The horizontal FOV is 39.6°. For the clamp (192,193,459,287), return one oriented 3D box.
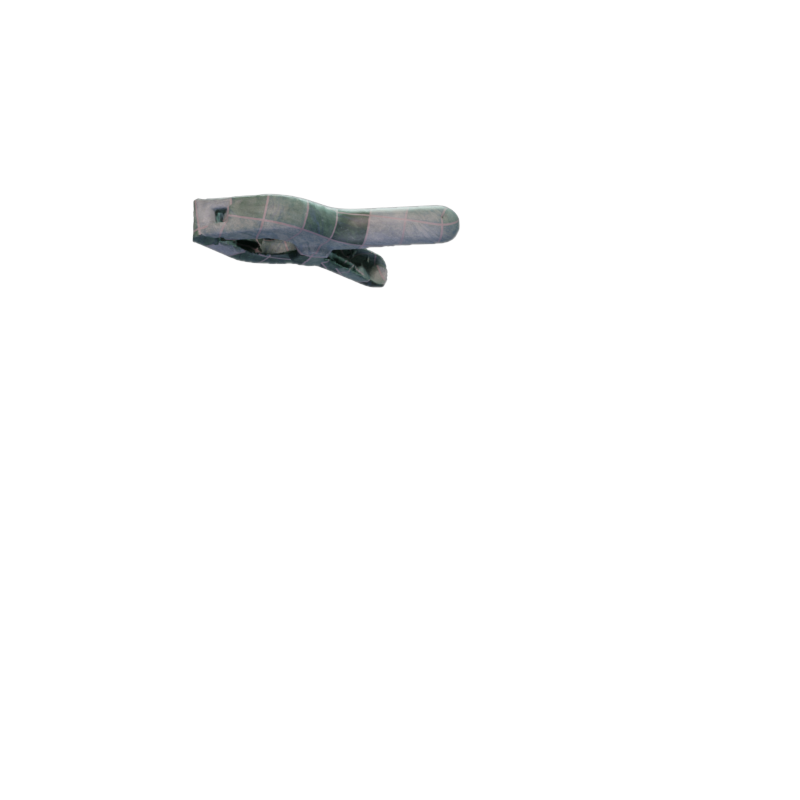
[{"bbox_3d":[-0.059,-0.107,0.750,0.168,0.041,0.116,5,-22,-14],"label":"clamp"}]
